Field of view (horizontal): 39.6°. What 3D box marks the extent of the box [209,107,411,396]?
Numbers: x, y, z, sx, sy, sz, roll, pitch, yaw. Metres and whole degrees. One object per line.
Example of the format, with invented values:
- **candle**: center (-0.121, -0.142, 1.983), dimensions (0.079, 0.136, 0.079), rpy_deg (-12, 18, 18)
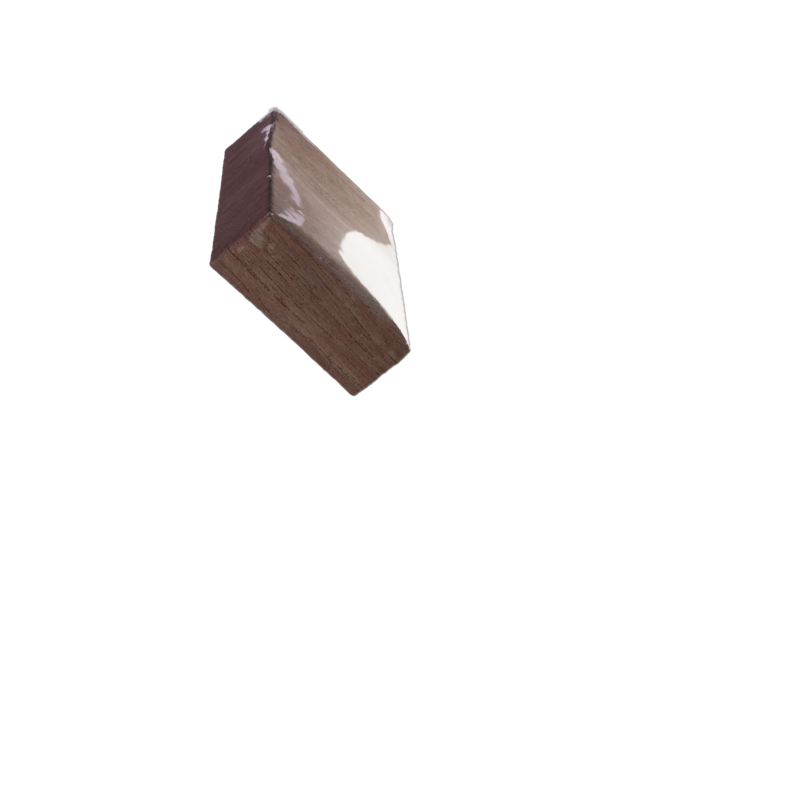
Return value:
- **box**: center (-0.072, -0.131, 0.914), dimensions (0.071, 0.155, 0.228), rpy_deg (-38, 27, 20)
